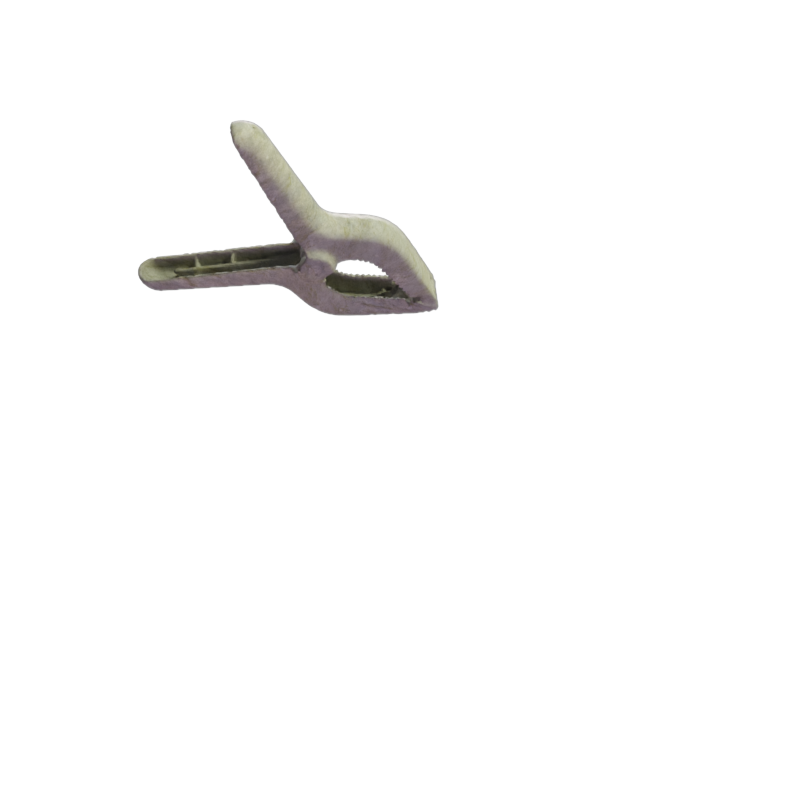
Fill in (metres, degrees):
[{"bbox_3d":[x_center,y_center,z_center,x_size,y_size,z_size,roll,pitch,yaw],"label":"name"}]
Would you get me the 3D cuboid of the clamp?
[{"bbox_3d":[-0.060,-0.110,0.770,0.203,0.039,0.158,14,-40,-18],"label":"clamp"}]
